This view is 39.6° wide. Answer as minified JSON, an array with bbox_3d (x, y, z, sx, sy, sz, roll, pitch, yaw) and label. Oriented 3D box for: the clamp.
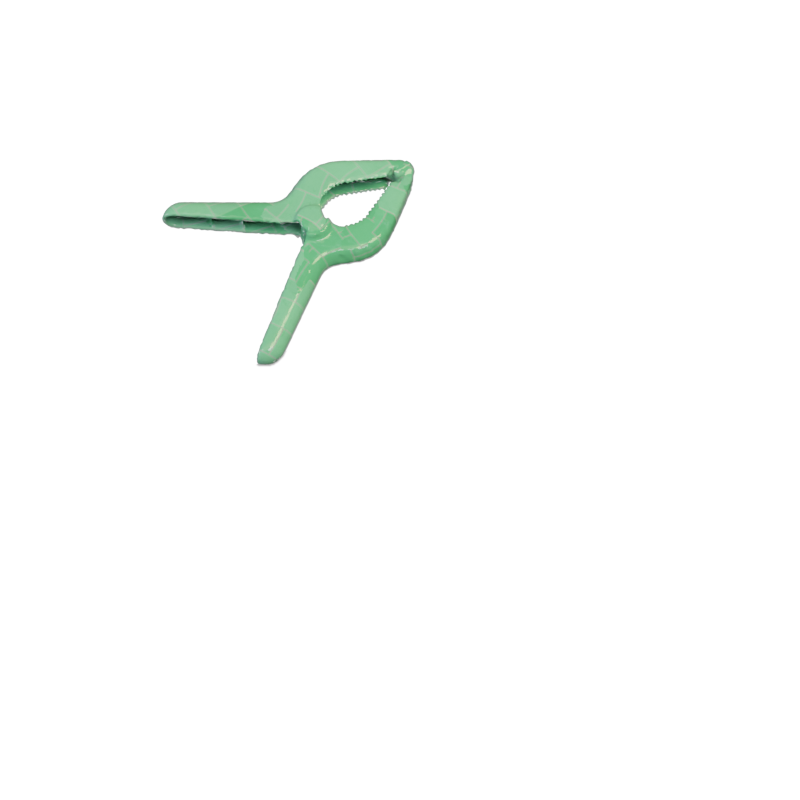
[{"bbox_3d":[-0.072,-0.132,0.924,0.209,0.174,0.034,-25,-22,-11],"label":"clamp"}]
